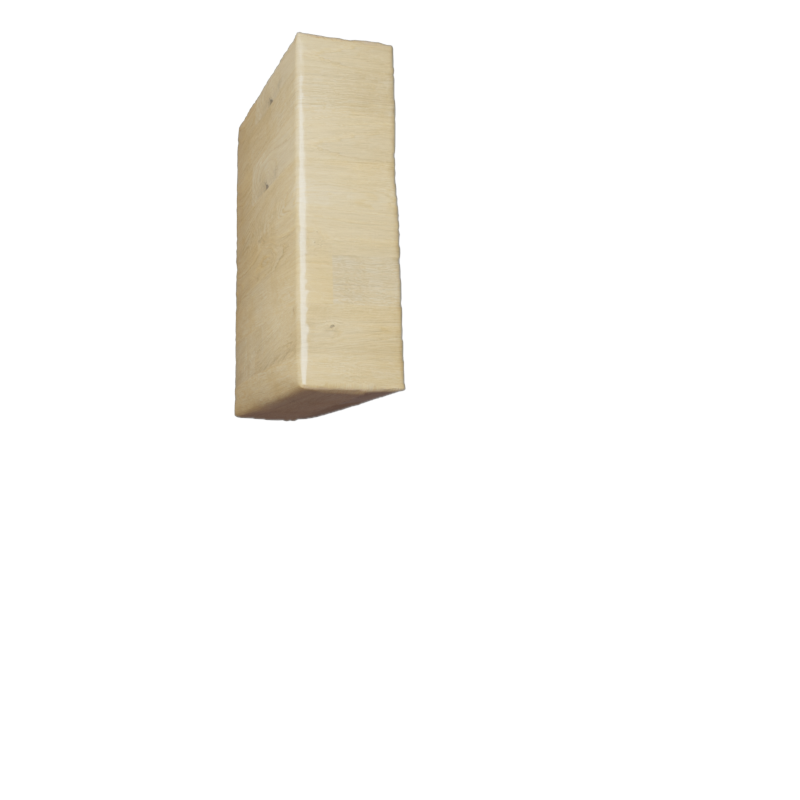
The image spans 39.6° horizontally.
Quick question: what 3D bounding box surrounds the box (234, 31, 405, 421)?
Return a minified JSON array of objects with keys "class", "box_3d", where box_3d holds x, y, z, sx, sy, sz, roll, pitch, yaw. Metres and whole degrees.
[{"class":"box","box_3d":[-0.056,-0.102,0.711,0.070,0.221,0.163,4,-13,-20]}]
